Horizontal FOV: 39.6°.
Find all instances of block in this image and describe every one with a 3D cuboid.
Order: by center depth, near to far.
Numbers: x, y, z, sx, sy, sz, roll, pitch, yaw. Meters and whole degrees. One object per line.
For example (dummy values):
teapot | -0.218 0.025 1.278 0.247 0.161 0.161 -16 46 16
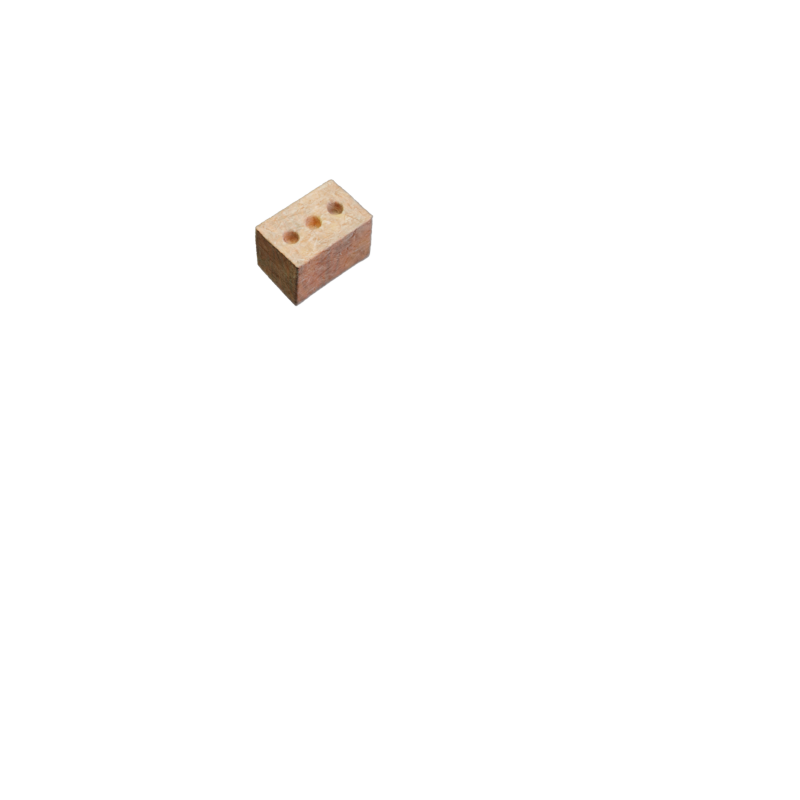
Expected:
block | -0.067 -0.123 0.861 0.078 0.056 0.048 -37 -25 -22
